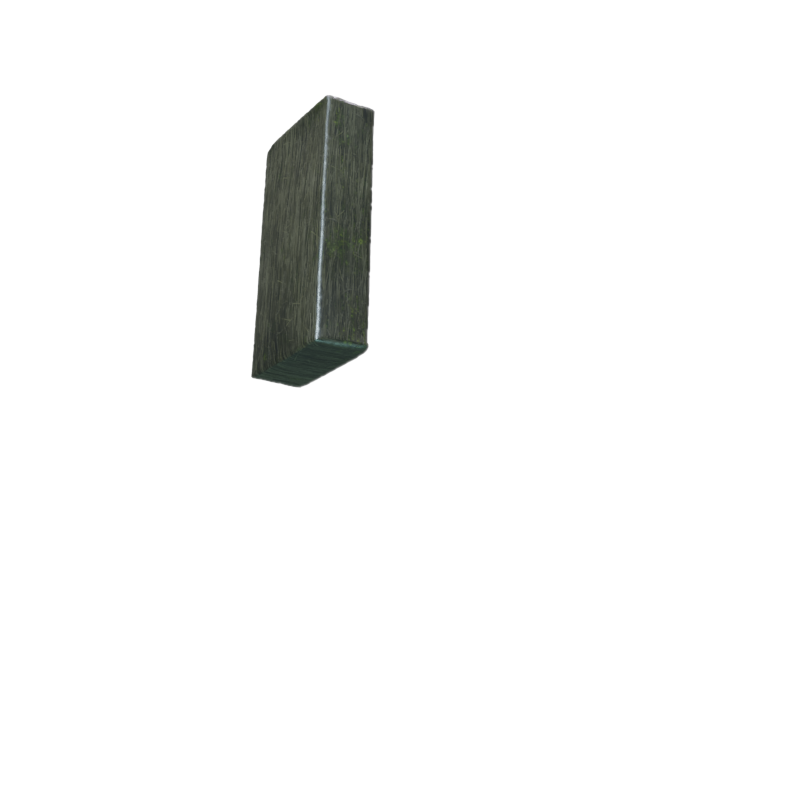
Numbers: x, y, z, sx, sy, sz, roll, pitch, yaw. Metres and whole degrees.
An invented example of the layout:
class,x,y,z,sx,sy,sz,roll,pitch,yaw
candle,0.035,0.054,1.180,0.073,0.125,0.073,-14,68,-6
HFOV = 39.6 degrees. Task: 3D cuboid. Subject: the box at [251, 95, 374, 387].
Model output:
class,x,y,z,sx,sy,sz,roll,pitch,yaw
box,-0.059,-0.107,0.746,0.046,0.186,0.093,13,-26,-30
